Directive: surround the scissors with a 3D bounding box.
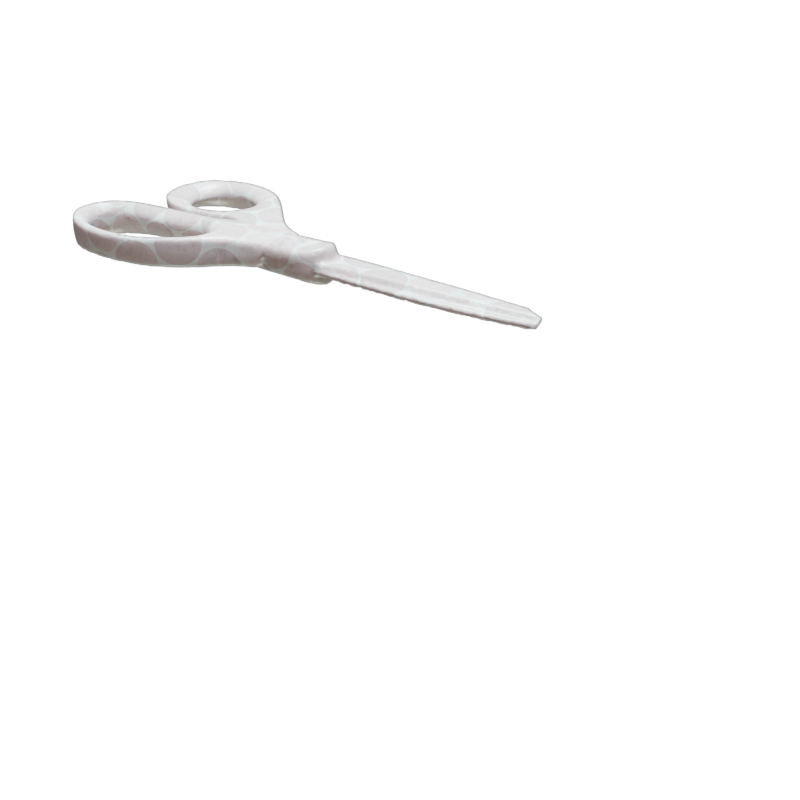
[{"bbox_3d":[-0.035,-0.063,0.442,0.208,0.015,0.098,11,28,20],"label":"scissors"}]
